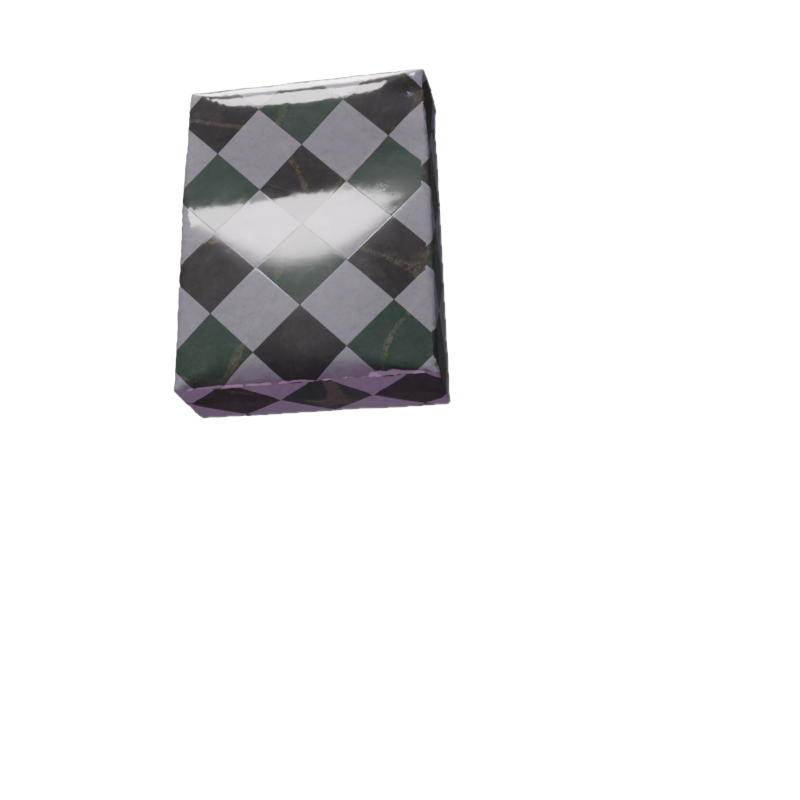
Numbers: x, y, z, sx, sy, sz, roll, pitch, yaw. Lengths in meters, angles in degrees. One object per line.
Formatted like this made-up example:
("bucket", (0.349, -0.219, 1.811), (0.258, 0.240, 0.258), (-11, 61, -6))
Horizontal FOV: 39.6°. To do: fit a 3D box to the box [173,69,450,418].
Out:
("box", (-0.056, -0.103, 0.720), (0.166, 0.225, 0.067), (-5, -23, 9))
